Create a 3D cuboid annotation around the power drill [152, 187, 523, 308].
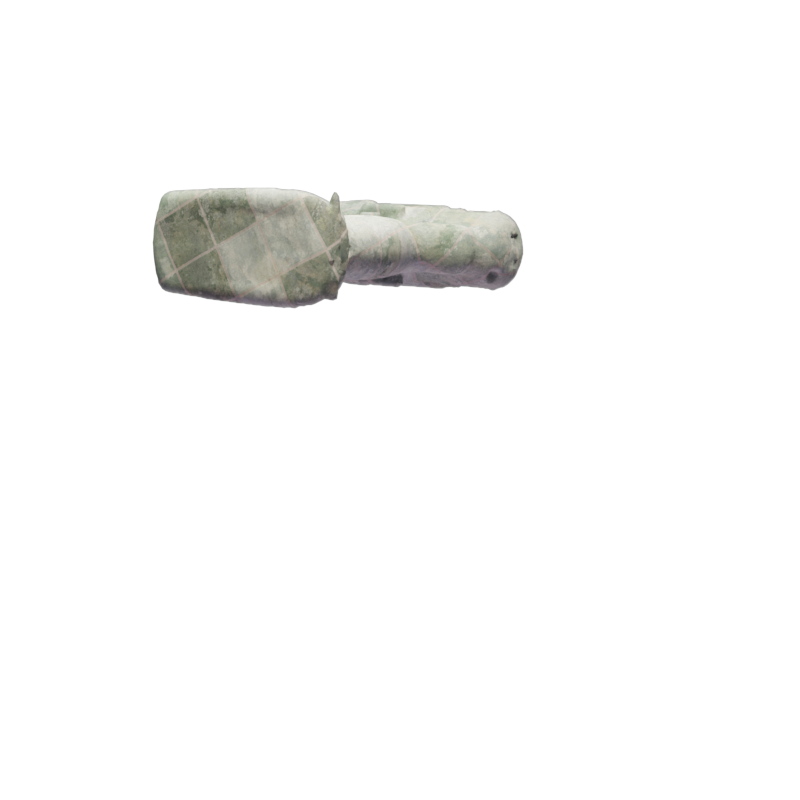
[{"bbox_3d":[-0.049,-0.089,0.620,0.192,0.057,0.183,6,11,32],"label":"power drill"}]
